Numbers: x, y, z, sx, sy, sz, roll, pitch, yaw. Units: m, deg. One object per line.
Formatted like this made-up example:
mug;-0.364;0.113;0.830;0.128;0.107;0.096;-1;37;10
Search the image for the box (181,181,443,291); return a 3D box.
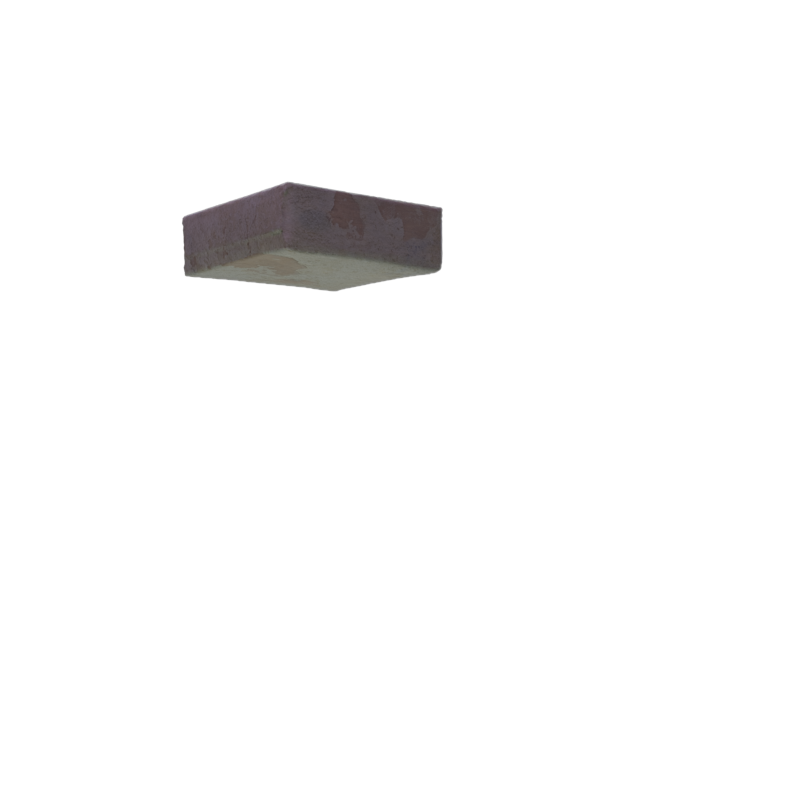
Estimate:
box;-0.046;-0.085;0.593;0.108;0.040;0.092;4;-6;-43
